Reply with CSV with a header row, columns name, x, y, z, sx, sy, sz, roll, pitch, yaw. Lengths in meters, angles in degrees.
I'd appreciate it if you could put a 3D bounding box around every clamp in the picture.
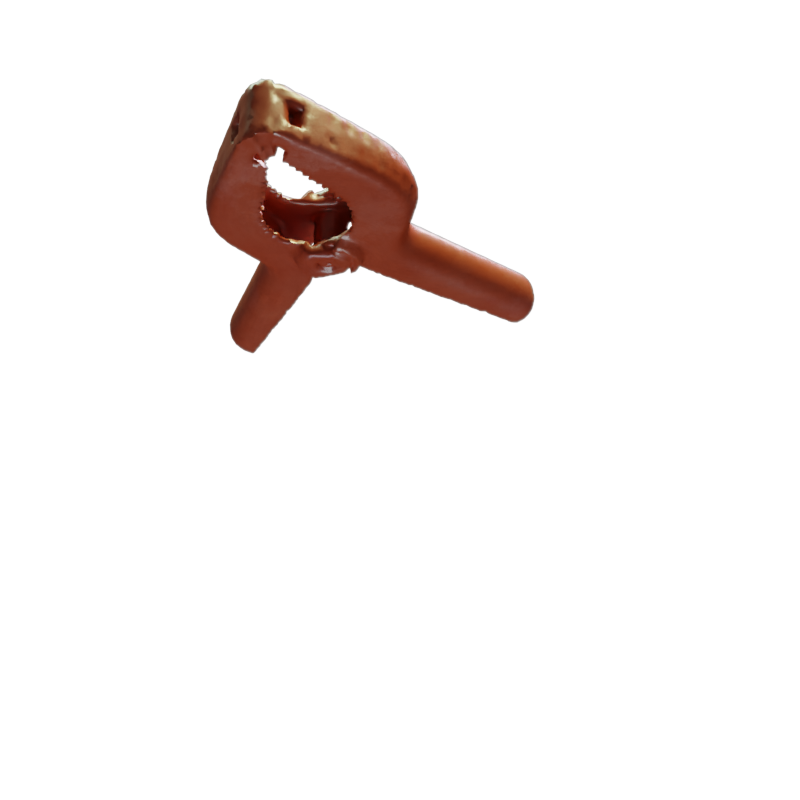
name,x,y,z,sx,sy,sz,roll,pitch,yaw
clamp,-0.041,-0.075,0.525,0.167,0.039,0.195,-10,-26,20
